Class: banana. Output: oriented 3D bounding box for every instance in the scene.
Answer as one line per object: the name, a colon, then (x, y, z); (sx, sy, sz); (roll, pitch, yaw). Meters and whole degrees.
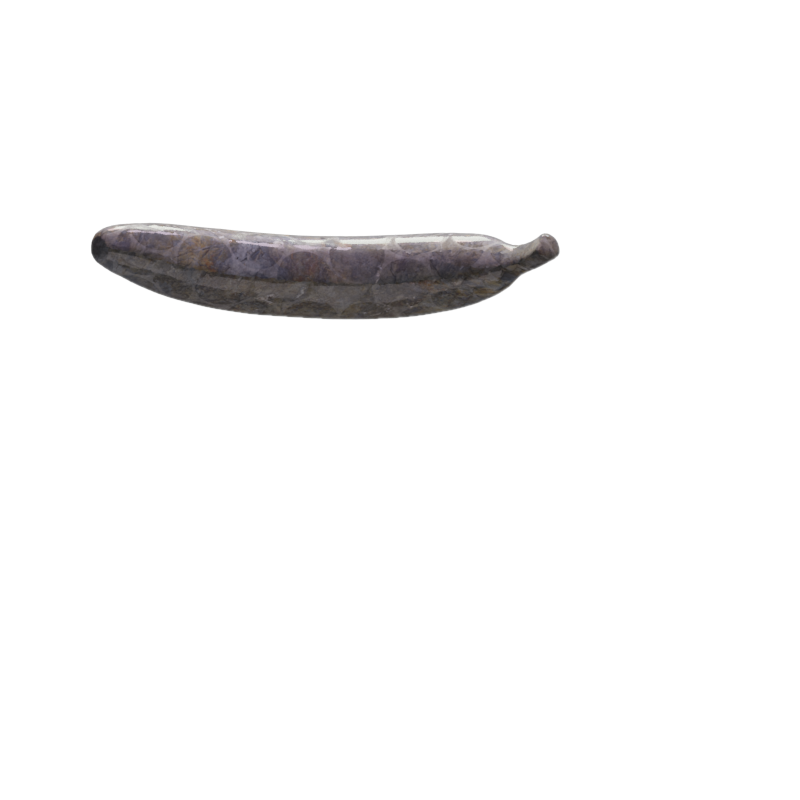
banana: (-0.034, -0.062, 0.496); (0.198, 0.039, 0.065); (-1, -25, 2)
